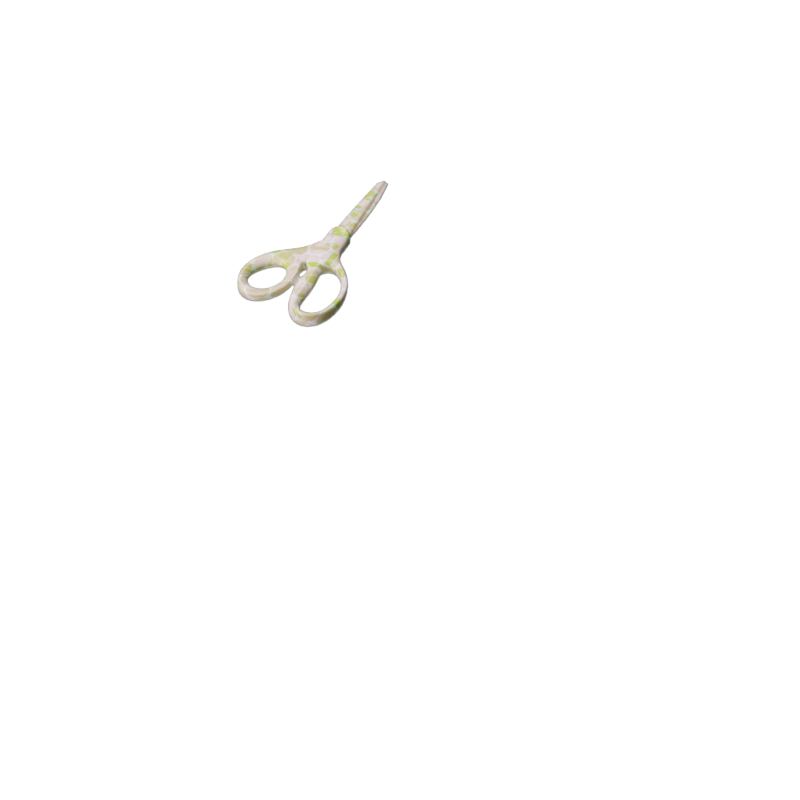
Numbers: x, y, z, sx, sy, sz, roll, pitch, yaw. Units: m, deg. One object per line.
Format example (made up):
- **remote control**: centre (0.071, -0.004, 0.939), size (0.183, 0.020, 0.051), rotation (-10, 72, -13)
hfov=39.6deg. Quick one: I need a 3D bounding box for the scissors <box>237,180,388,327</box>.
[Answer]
- **scissors**: centre (-0.071, -0.130, 0.911), size (0.097, 0.015, 0.214), rotation (5, 41, 6)
